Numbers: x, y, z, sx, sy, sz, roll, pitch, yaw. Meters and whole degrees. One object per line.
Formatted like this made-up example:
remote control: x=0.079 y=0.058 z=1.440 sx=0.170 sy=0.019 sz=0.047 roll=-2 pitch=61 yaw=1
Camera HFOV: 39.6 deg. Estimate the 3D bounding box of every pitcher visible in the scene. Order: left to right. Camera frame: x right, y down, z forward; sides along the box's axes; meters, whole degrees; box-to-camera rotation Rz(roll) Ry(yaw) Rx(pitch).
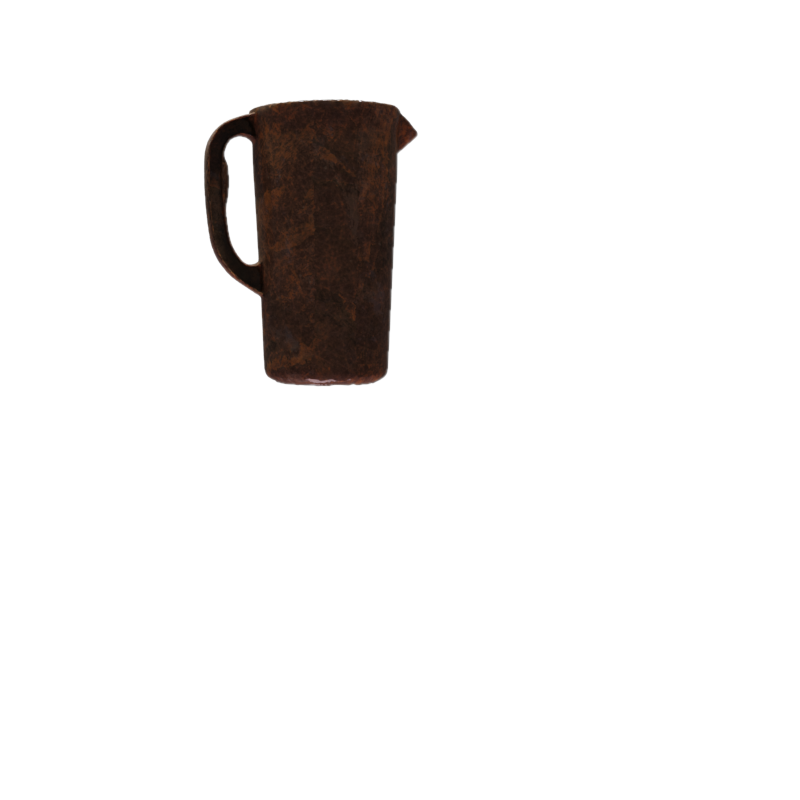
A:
pitcher: x=-0.076 y=-0.138 z=0.965 sx=0.154 sy=0.244 sz=0.140 roll=0 pitch=0 yaw=29
